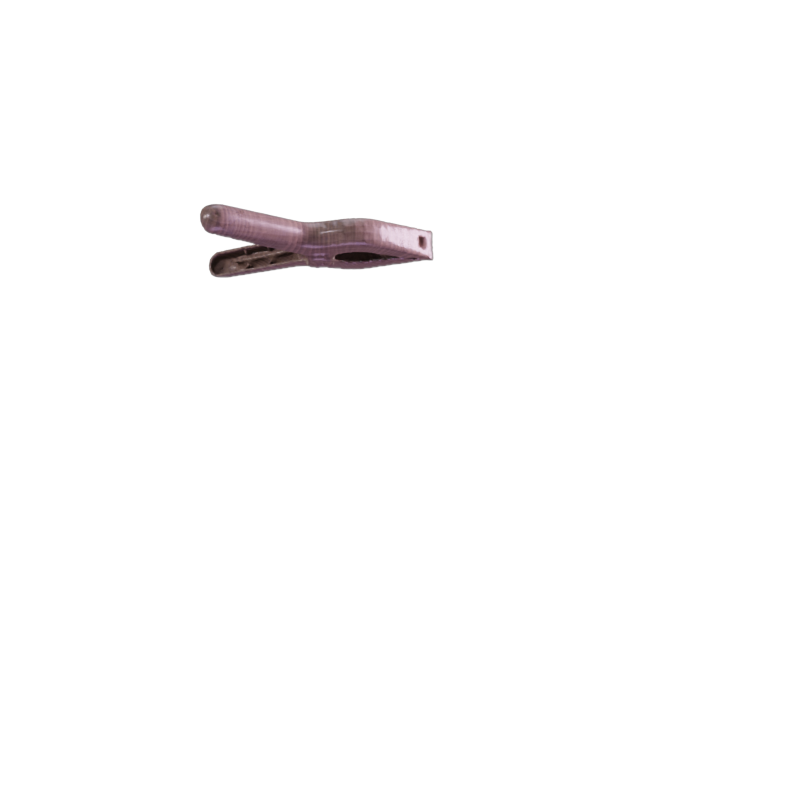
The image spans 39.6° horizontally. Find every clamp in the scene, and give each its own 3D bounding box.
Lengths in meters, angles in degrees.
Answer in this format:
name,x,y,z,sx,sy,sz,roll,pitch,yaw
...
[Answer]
name,x,y,z,sx,sy,sz,roll,pitch,yaw
clamp,-0.076,-0.139,0.973,0.211,0.037,0.159,0,-8,3
